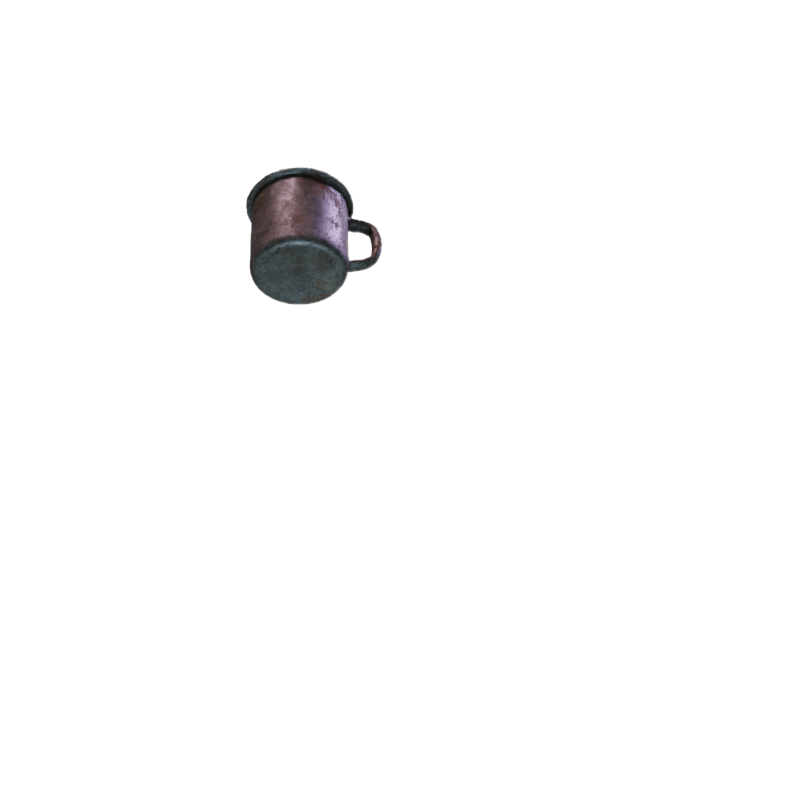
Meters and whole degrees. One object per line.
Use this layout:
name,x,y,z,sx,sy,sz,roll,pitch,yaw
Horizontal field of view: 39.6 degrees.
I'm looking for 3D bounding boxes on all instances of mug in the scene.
mug,-0.073,-0.133,0.934,0.115,0.087,0.088,7,-42,-10
